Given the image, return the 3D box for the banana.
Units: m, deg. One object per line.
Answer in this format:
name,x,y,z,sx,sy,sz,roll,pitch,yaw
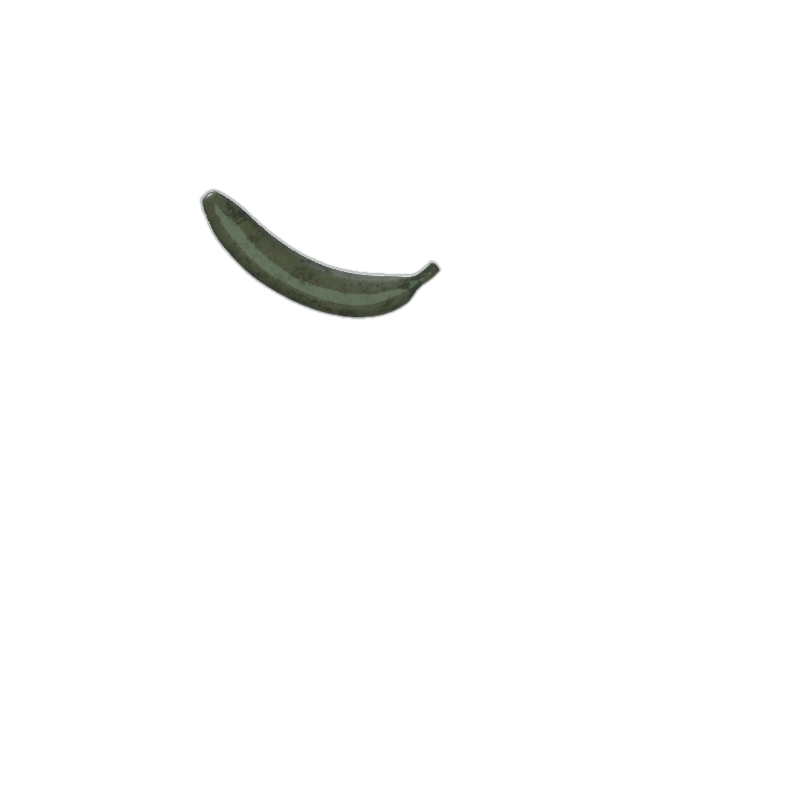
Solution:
banana,-0.072,-0.109,0.894,0.196,0.068,0.038,17,10,-3
